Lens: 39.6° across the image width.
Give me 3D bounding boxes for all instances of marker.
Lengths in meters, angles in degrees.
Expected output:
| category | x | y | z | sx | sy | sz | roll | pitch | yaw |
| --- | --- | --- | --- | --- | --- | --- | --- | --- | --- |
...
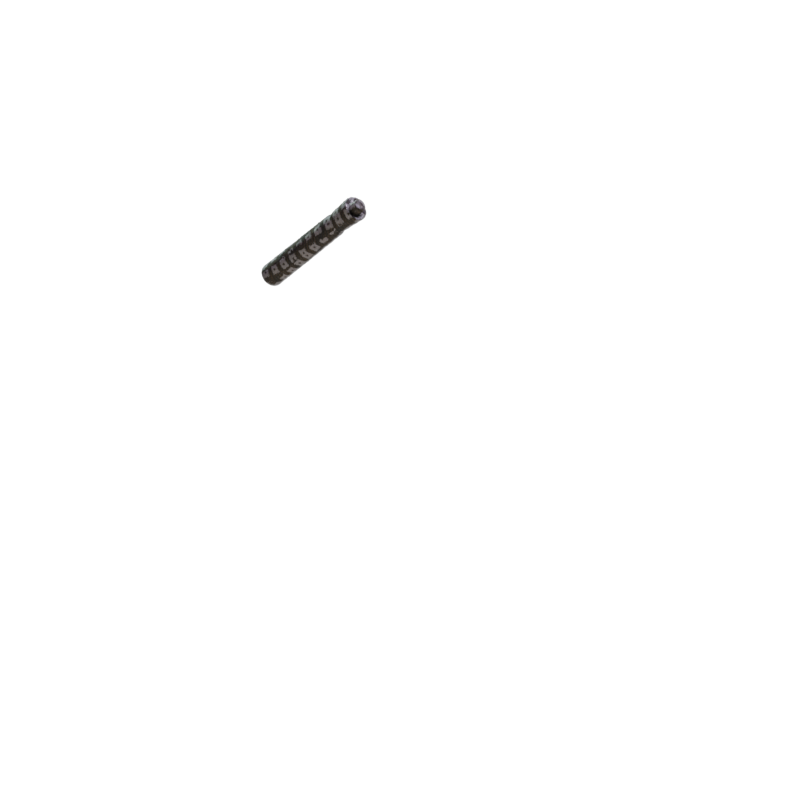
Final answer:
| category | x | y | z | sx | sy | sz | roll | pitch | yaw |
| --- | --- | --- | --- | --- | --- | --- | --- | --- | --- |
| marker | -0.065 | -0.119 | 0.832 | 0.019 | 0.021 | 0.120 | -3 | -19 | -41 |
